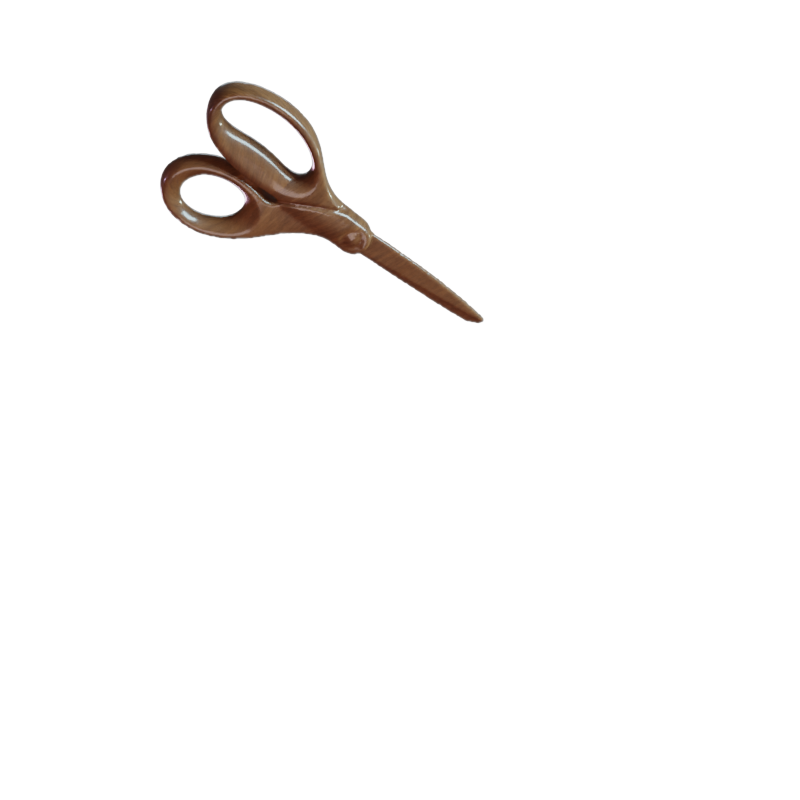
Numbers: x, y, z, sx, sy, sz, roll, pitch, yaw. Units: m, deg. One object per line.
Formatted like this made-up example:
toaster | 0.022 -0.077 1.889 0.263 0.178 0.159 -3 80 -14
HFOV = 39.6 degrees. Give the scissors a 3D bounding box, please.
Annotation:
scissors | -0.046 -0.084 0.591 0.096 0.017 0.188 -28 -55 21
